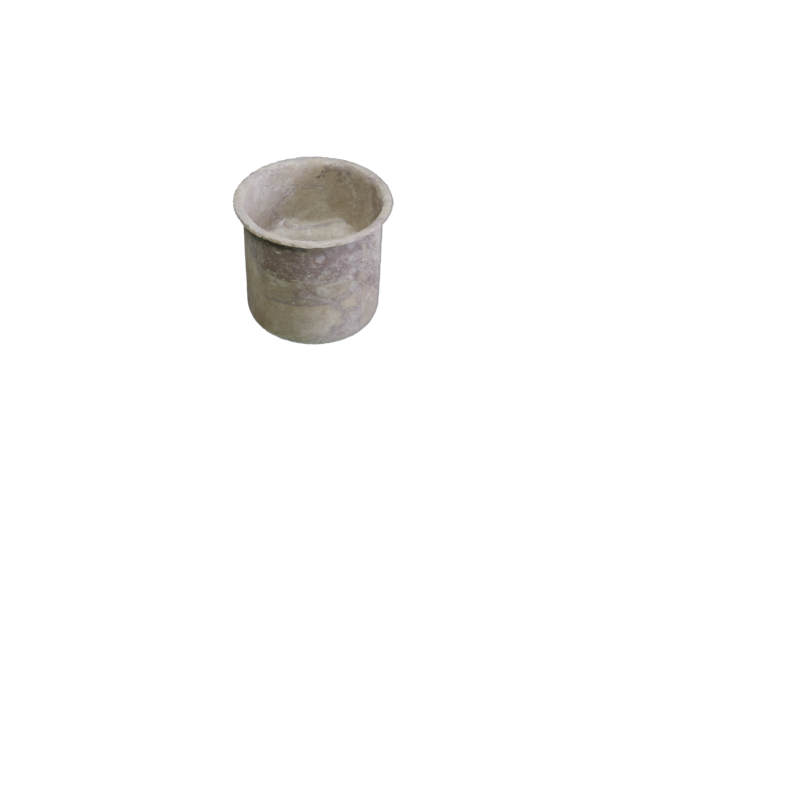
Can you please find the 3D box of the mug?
[{"bbox_3d":[-0.053,-0.097,0.676,0.093,0.076,0.126,0,41,-2],"label":"mug"}]
